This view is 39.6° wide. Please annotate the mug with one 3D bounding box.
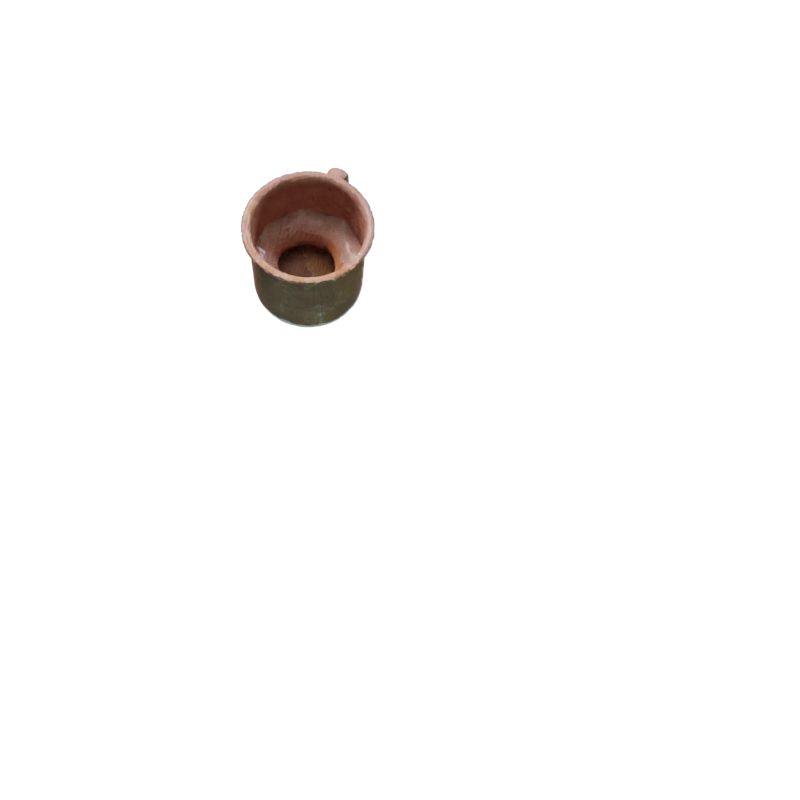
[{"bbox_3d":[-0.063,-0.115,0.808,0.095,0.123,0.077,15,-28,6],"label":"mug"}]
